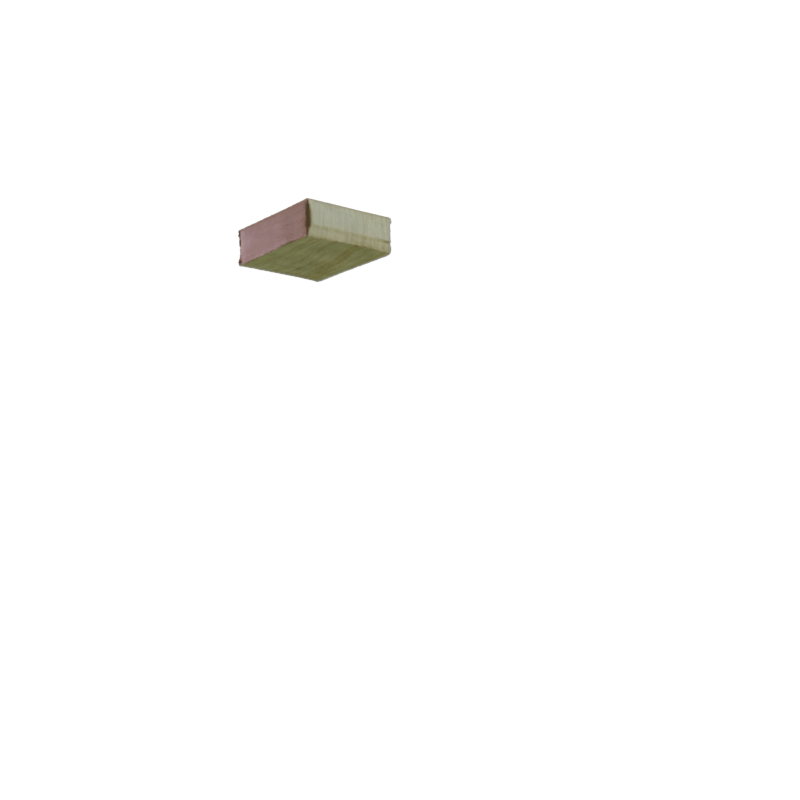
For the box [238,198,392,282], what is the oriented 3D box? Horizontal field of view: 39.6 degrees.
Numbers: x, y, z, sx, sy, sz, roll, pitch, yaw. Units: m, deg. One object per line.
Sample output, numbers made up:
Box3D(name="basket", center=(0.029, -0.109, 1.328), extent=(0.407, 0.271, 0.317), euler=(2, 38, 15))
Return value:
Box3D(name="box", center=(-0.076, -0.139, 0.971), extent=(0.085, 0.040, 0.115), euler=(10, -16, -37))
